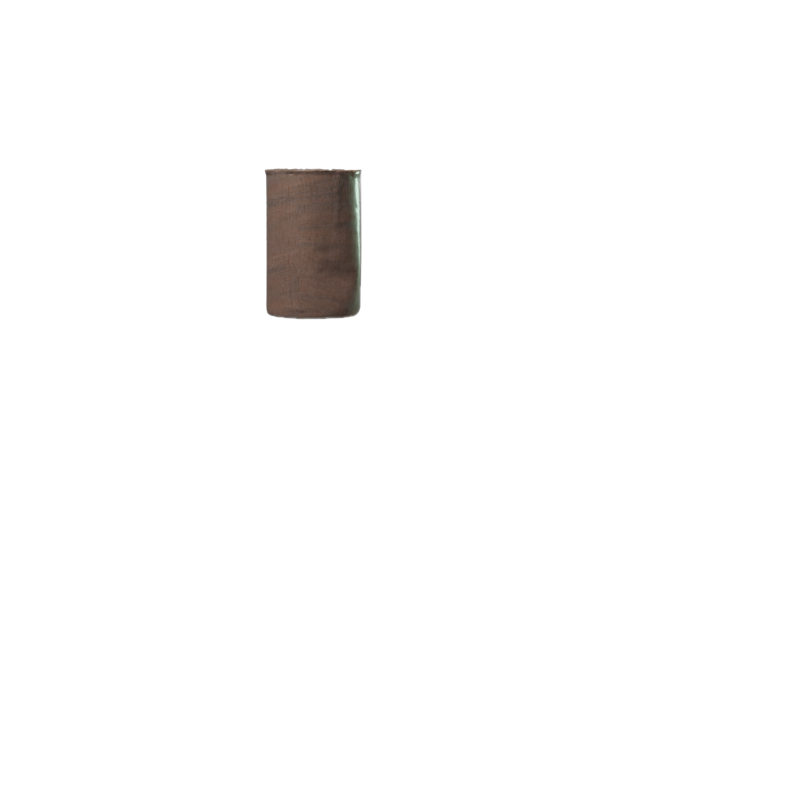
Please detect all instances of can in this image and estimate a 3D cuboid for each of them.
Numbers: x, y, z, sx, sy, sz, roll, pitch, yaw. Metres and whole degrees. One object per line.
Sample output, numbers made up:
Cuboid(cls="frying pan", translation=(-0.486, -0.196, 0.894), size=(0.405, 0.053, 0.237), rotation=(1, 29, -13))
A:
Cuboid(cls="can", translation=(-0.061, -0.111, 0.779), size=(0.068, 0.101, 0.069), rotation=(0, 6, -2))
